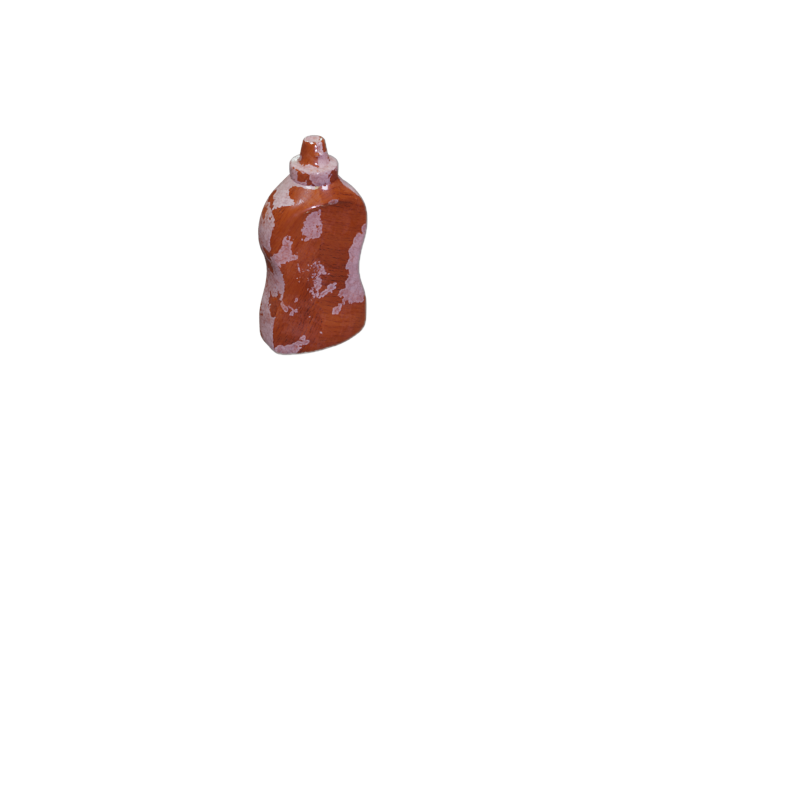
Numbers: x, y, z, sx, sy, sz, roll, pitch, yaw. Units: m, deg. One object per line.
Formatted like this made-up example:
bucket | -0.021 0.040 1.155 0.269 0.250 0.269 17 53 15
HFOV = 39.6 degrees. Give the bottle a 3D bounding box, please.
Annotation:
bottle | -0.074 -0.135 0.947 0.094 0.180 0.063 -14 35 -25
